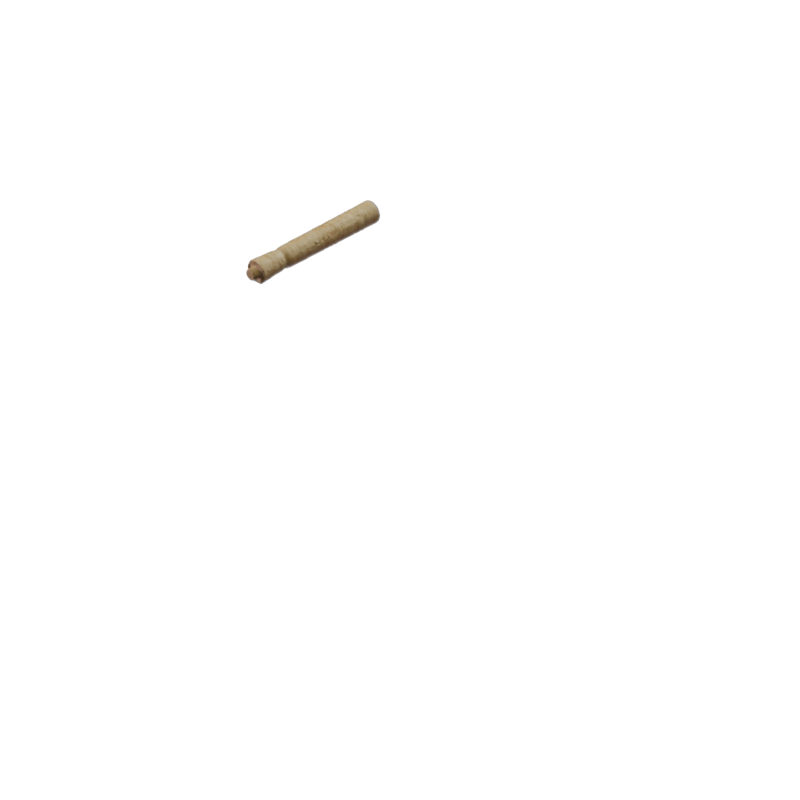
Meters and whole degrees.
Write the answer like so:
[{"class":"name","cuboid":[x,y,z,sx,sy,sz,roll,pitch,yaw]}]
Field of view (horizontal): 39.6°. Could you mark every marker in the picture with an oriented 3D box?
[{"class":"marker","cuboid":[-0.064,-0.116,0.815,0.121,0.019,0.021,-33,23,-33]}]
